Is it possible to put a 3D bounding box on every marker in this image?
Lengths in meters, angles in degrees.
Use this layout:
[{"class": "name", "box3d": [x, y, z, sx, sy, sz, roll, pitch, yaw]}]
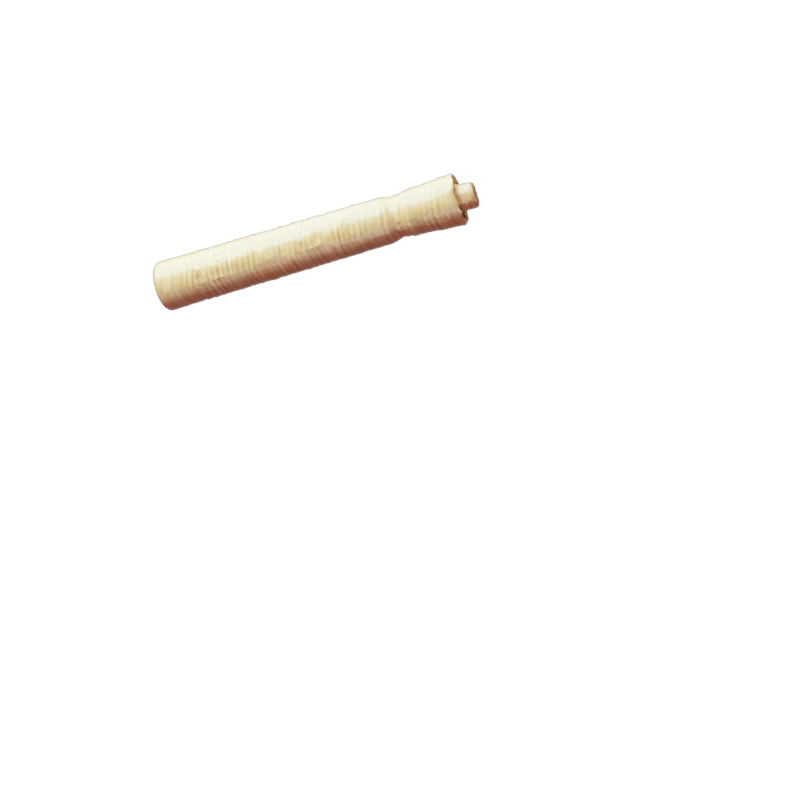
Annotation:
[{"class": "marker", "box3d": [-0.031, -0.057, 0.397, 0.122, 0.020, 0.019, -14, 0, 16]}]
